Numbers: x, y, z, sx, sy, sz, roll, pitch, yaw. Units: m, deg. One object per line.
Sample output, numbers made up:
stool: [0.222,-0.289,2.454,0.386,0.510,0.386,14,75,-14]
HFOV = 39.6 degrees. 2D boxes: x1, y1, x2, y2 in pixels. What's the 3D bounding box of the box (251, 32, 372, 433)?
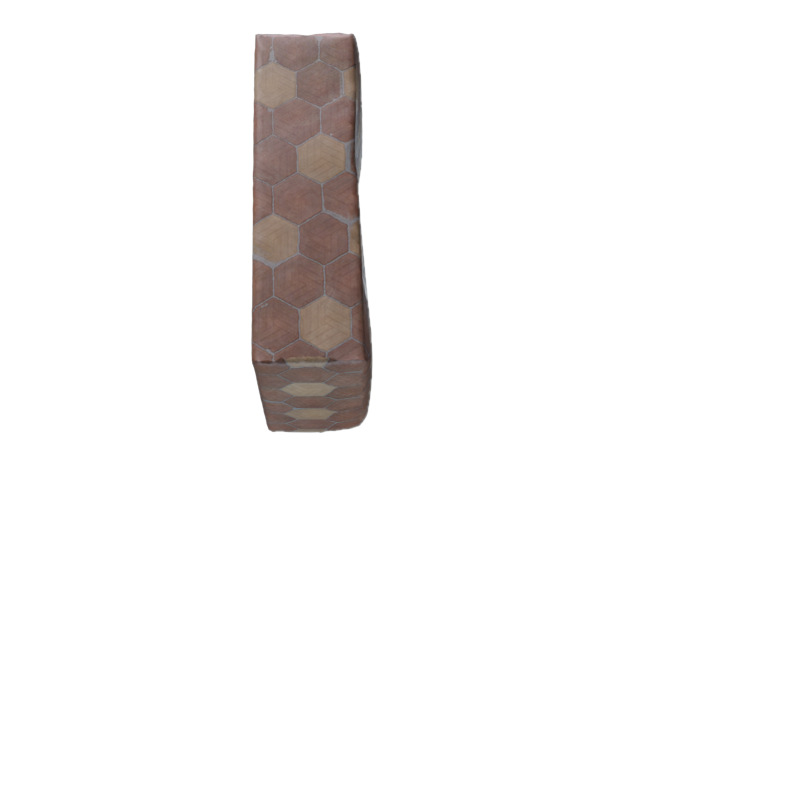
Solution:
box: [-0.056,-0.102,0.712,0.072,0.225,0.157,-1,-20,-2]
